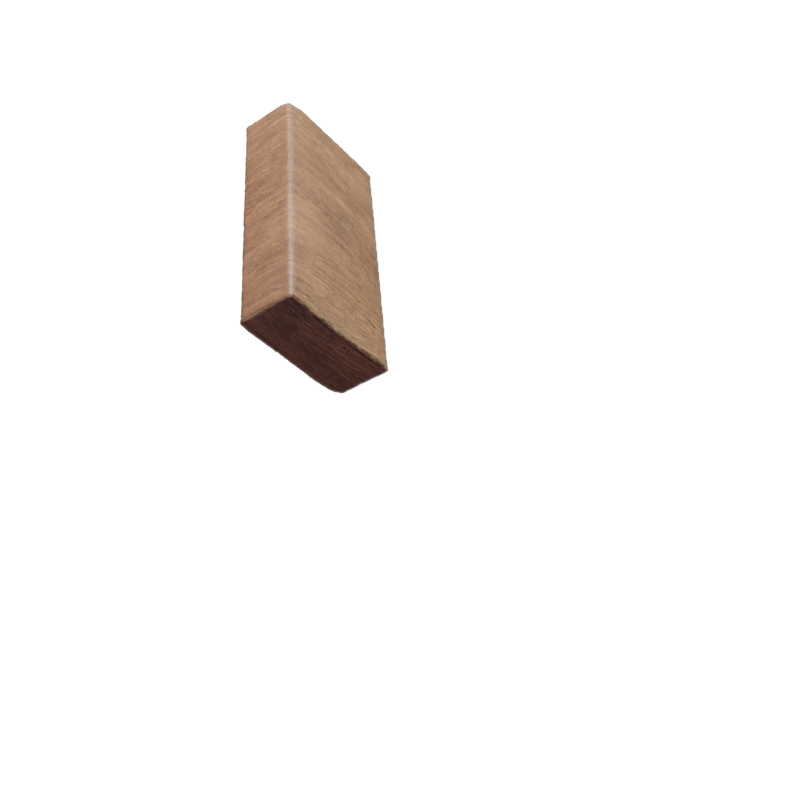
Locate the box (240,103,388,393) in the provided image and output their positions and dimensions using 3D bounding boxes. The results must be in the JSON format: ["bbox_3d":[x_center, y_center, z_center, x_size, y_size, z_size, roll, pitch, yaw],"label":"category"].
[{"bbox_3d":[-0.055,-0.100,0.700,0.048,0.189,0.087,-28,-46,27],"label":"box"}]
